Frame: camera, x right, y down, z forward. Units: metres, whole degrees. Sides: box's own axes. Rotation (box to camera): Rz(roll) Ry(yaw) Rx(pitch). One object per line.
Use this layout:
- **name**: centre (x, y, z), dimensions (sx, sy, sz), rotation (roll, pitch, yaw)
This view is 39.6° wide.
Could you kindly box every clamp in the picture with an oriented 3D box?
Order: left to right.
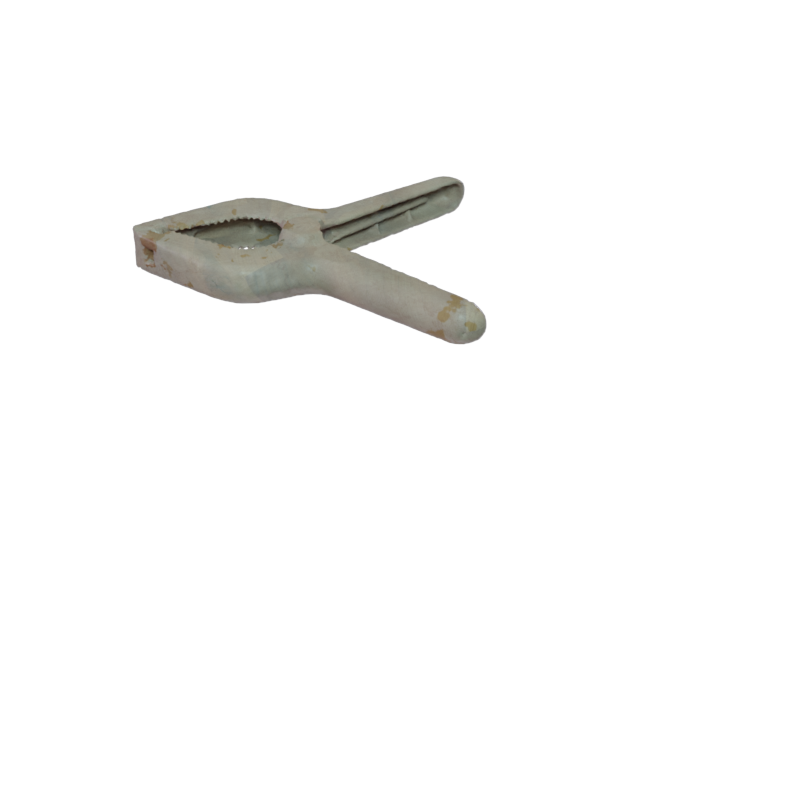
- **clamp**: centre (-0.052, -0.095, 0.666), dimensions (0.212, 0.034, 0.174), rotation (5, 35, 6)
